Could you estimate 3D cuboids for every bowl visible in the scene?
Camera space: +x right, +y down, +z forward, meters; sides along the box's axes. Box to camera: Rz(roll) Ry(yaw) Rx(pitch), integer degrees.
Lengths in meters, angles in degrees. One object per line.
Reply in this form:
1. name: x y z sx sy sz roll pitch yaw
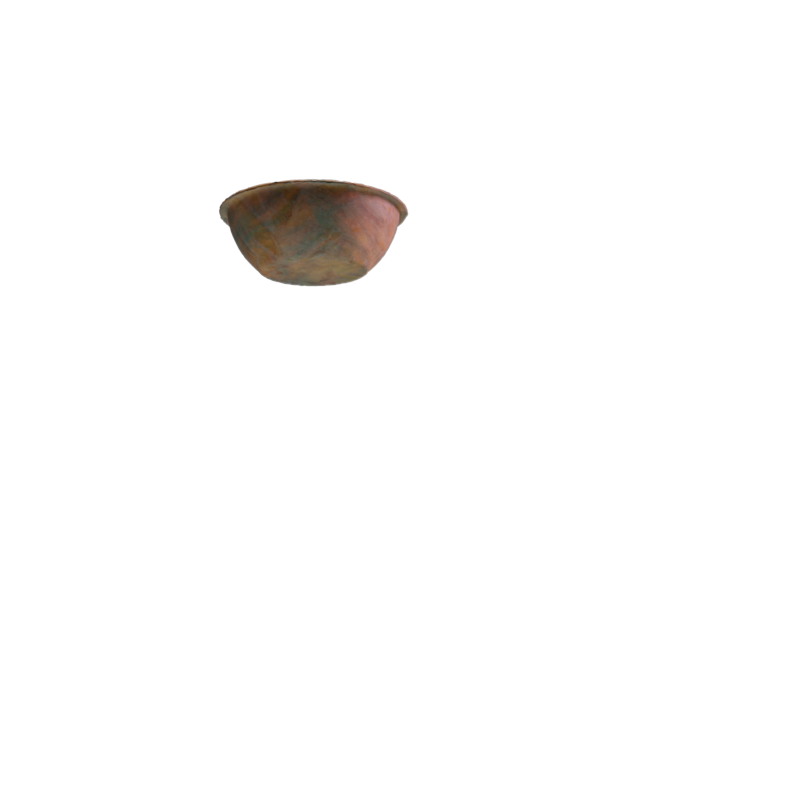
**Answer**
1. bowl: -0.074 -0.135 0.943 0.162 0.057 0.157 0 -11 -2
